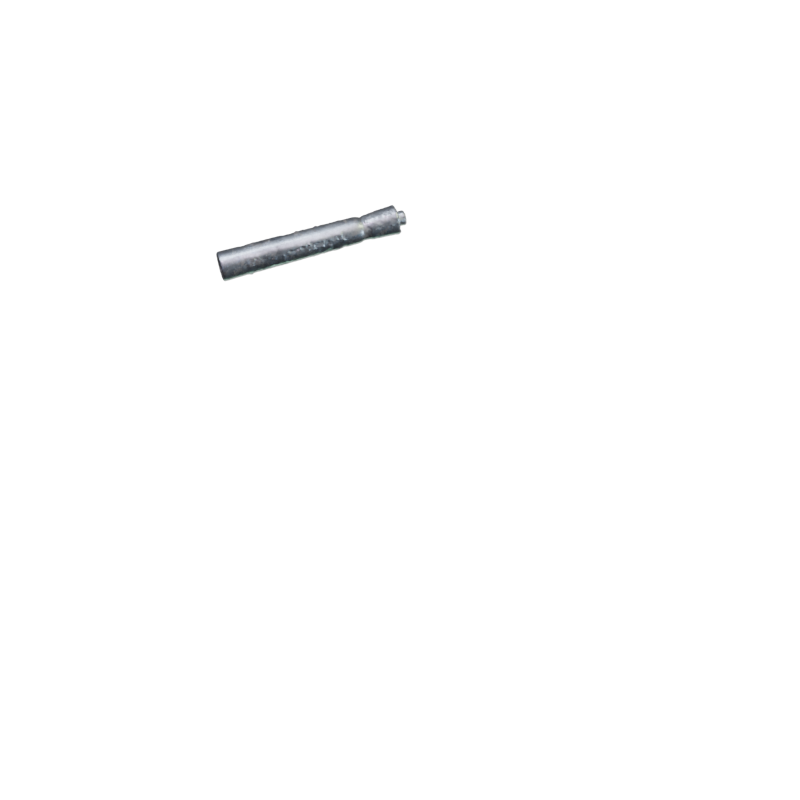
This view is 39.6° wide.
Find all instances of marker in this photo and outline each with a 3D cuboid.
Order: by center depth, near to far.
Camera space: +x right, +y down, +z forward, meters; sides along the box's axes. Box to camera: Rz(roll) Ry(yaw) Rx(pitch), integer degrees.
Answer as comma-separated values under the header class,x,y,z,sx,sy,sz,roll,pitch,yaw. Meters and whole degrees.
class,x,y,z,sx,sy,sz,roll,pitch,yaw
marker,-0.054,-0.099,0.692,0.120,0.020,0.020,-16,7,-8
